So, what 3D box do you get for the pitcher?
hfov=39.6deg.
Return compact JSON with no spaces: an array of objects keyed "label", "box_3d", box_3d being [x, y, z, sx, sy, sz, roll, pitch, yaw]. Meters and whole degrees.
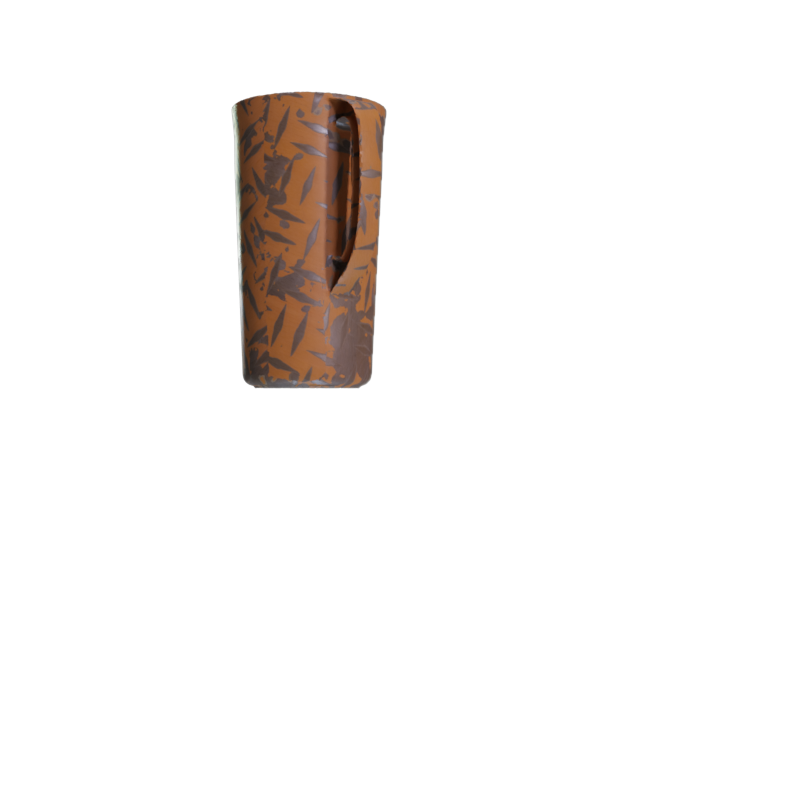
[{"label":"pitcher","box_3d":[-0.073,-0.132,0.926,0.147,0.247,0.144,-2,-5,14]}]
